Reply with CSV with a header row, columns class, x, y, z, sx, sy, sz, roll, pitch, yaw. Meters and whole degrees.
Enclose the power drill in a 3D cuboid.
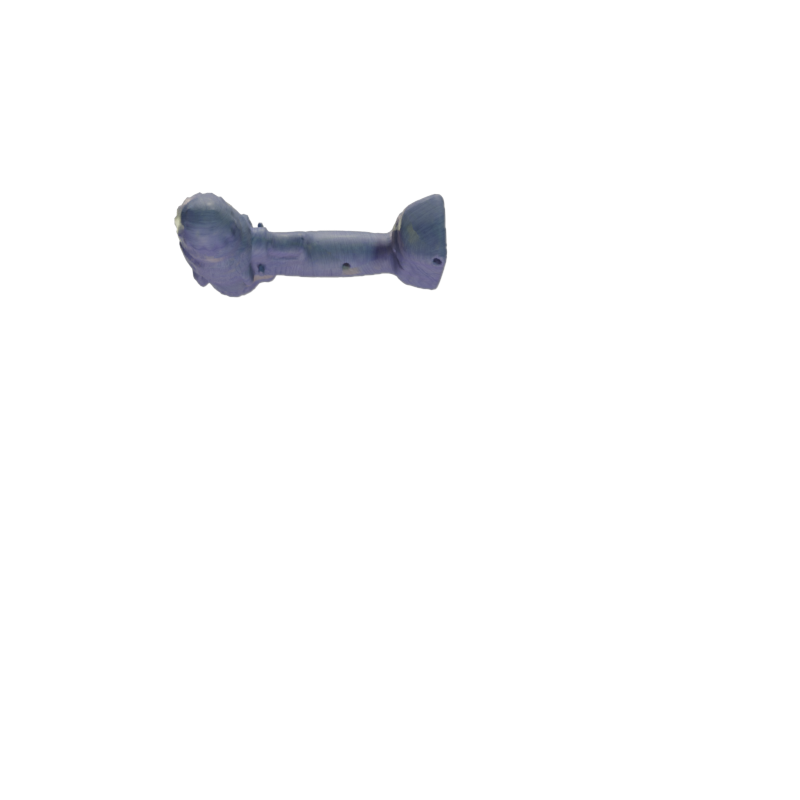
class,x,y,z,sx,sy,sz,roll,pitch,yaw
power drill,-0.063,-0.114,0.799,0.188,0.058,0.180,0,-4,1
